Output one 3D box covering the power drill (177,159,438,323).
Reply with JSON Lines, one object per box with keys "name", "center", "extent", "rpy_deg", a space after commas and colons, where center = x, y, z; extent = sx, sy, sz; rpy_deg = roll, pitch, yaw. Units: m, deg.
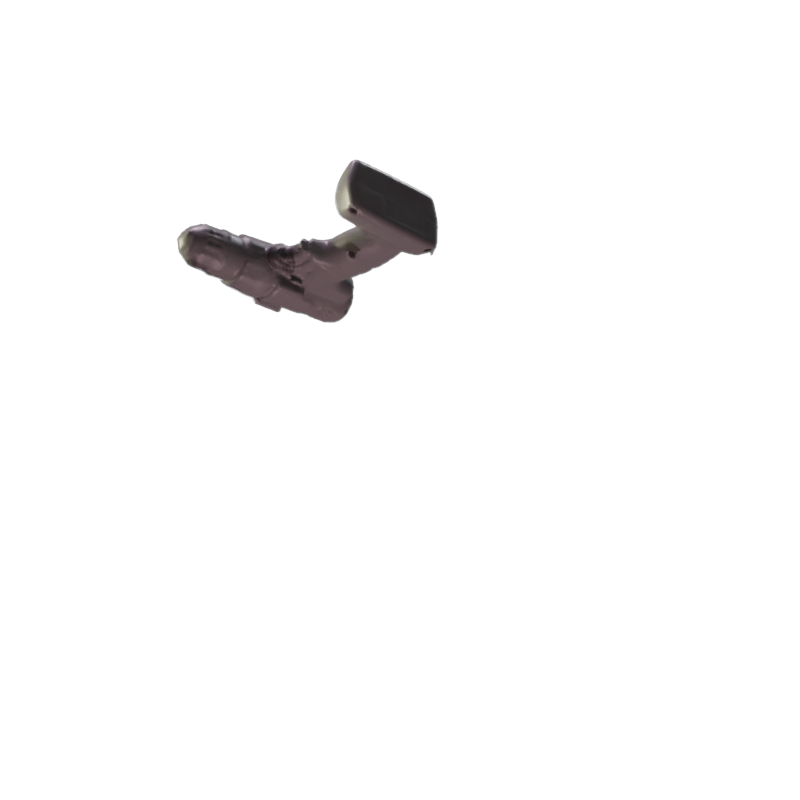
{"name": "power drill", "center": [-0.076, -0.138, 0.965], "extent": [0.174, 0.061, 0.188], "rpy_deg": [19, -31, -37]}
